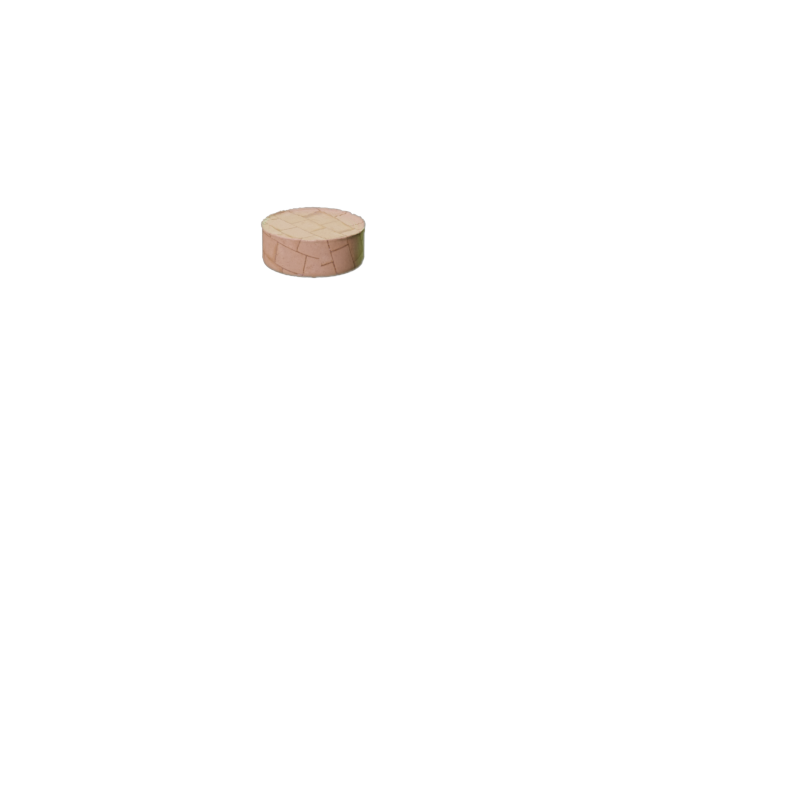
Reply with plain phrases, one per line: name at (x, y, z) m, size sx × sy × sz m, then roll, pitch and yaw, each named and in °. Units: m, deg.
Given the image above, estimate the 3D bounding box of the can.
can at (-0.071, -0.130, 0.911) m, size 0.086 × 0.032 × 0.090 m, roll -1°, pitch 25°, yaw -2°
